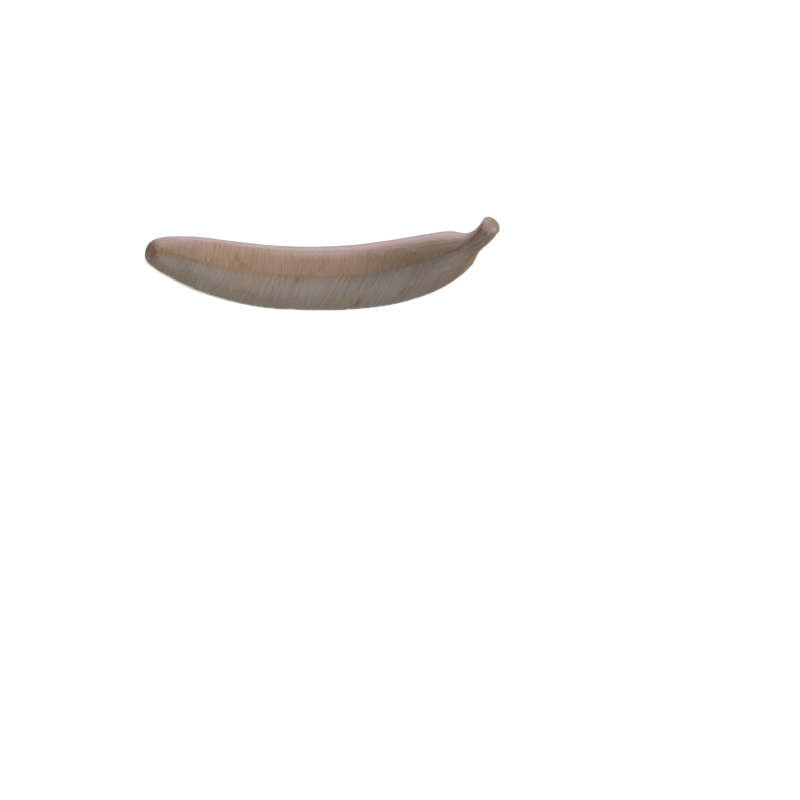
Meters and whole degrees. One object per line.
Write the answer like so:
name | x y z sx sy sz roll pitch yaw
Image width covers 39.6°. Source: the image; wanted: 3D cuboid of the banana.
banana | -0.043 -0.079 0.637 0.199 0.039 0.064 -5 -38 6
